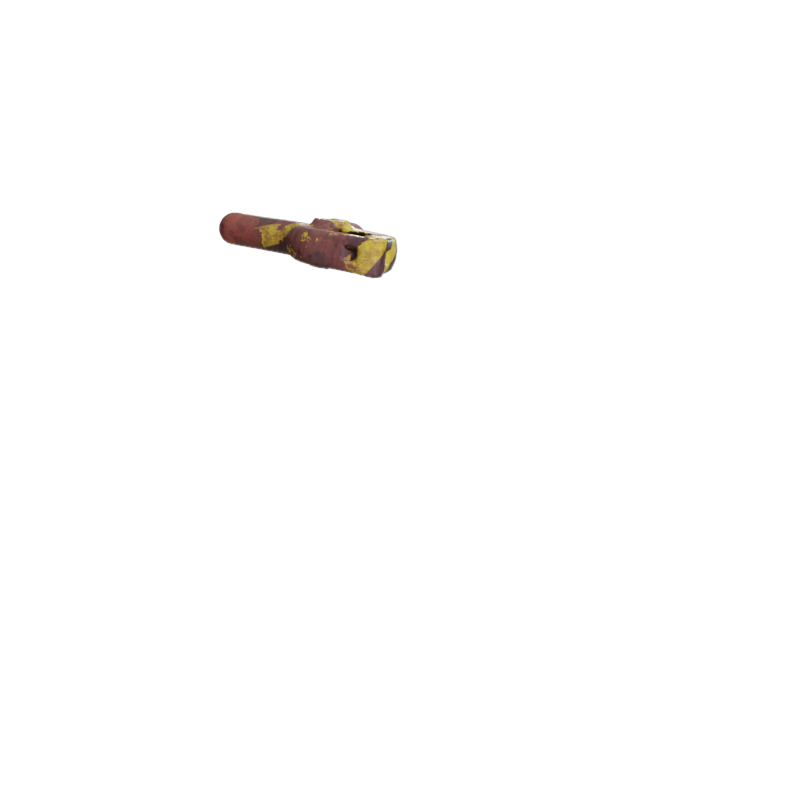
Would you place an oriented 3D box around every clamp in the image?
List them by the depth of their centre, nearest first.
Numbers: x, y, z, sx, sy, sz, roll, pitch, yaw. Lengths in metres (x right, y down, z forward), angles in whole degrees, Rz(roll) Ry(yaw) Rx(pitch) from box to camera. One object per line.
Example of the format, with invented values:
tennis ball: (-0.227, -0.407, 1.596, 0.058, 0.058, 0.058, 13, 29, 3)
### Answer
clamp: (-0.063, -0.116, 0.811, 0.118, 0.038, 0.178, -3, 12, -16)
